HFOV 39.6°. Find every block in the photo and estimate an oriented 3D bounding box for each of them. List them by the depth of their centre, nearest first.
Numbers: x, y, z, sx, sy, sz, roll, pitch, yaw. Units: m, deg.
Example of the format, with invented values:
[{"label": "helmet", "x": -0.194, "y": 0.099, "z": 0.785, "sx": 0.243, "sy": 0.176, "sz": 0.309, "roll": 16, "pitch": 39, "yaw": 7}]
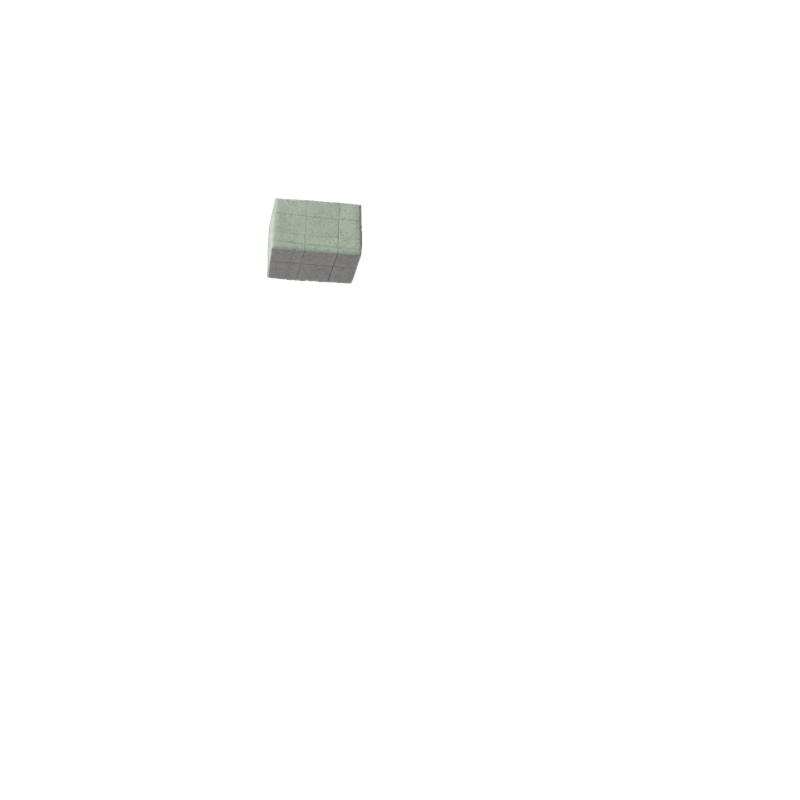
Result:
[{"label": "block", "x": -0.075, "y": -0.137, "z": 0.960, "sx": 0.077, "sy": 0.054, "sz": 0.050, "roll": 4, "pitch": -29, "yaw": -9}]
